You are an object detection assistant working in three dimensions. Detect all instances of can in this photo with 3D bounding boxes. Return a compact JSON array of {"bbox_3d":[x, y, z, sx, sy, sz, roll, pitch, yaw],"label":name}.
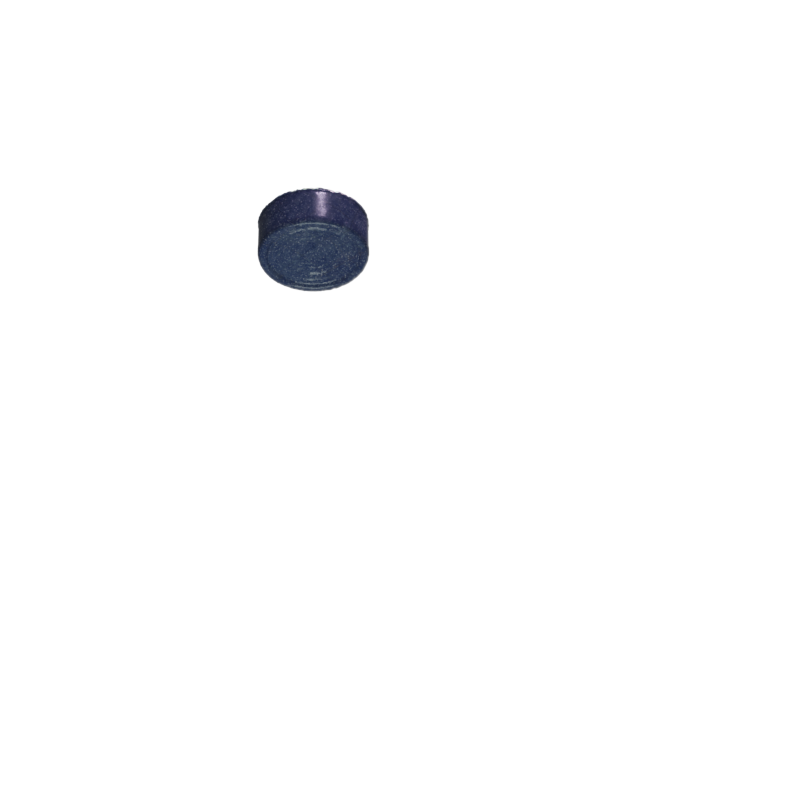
[{"bbox_3d":[-0.066,-0.121,0.844,0.086,0.036,0.080,1,-36,-2],"label":"can"}]
